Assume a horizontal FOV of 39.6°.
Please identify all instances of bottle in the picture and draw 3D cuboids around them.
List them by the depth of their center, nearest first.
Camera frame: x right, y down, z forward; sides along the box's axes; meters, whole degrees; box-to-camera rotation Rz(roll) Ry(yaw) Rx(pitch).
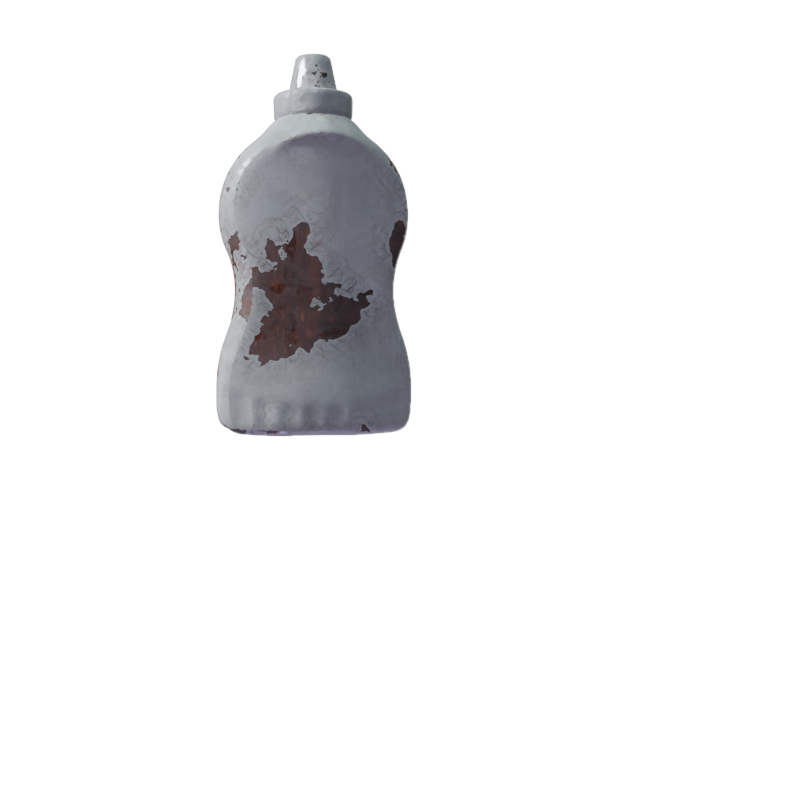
[{"bbox_3d":[-0.044,-0.080,0.564,0.095,0.194,0.059,0,-5,-12],"label":"bottle"}]
